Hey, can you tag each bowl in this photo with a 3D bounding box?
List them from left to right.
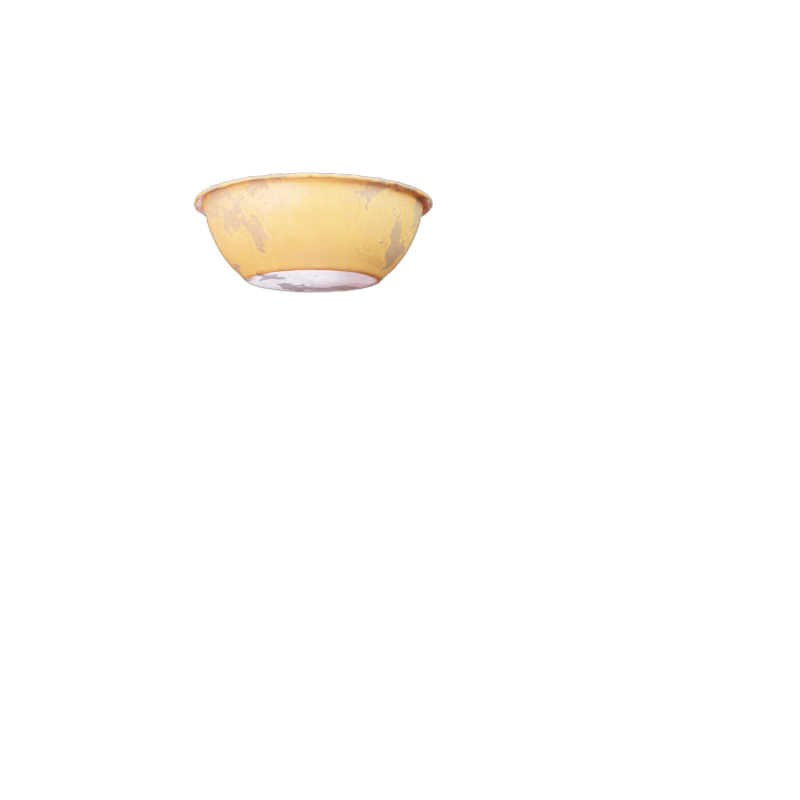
[{"bbox_3d":[-0.058,-0.106,0.746,0.162,0.056,0.159,0,-5,-2],"label":"bowl"}]
